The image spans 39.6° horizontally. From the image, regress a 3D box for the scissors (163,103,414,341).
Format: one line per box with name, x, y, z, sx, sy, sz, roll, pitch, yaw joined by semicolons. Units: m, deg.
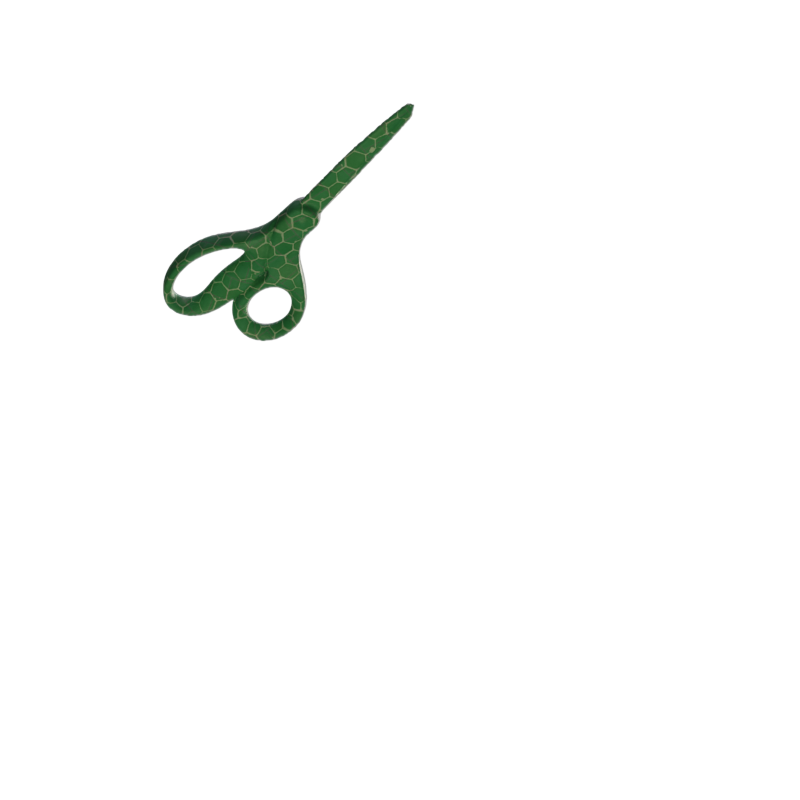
scissors;-0.051;-0.093;0.653;0.202;0.017;0.089;-26;-50;24
